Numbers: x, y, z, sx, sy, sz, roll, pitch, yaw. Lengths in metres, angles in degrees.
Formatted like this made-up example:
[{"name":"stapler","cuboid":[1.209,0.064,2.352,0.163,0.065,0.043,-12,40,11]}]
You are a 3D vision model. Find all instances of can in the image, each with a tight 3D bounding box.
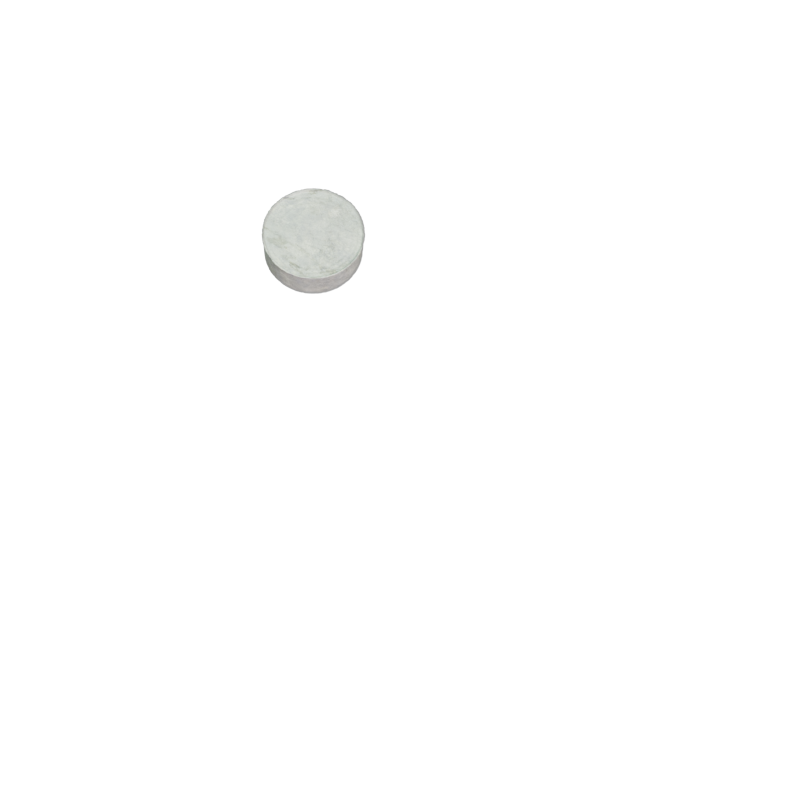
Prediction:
[{"name":"can","cuboid":[-0.073,-0.133,0.934,0.086,0.091,0.032,-1,-26,-1]}]
